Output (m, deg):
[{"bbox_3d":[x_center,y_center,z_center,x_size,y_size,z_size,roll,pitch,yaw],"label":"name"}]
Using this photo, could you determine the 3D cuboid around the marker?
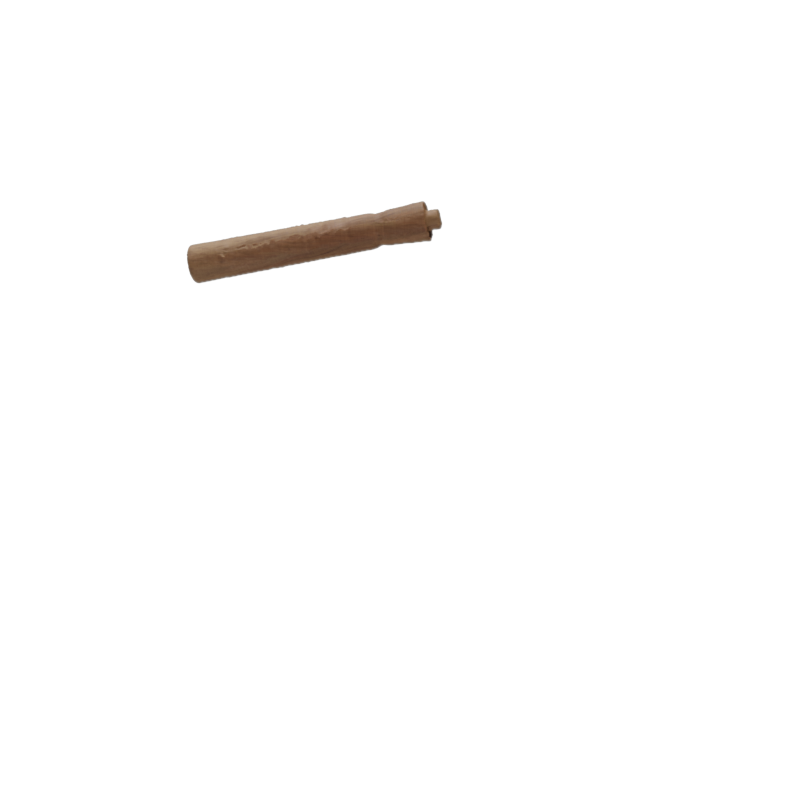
[{"bbox_3d":[-0.041,-0.074,0.520,0.122,0.020,0.019,-9,2,14],"label":"marker"}]
